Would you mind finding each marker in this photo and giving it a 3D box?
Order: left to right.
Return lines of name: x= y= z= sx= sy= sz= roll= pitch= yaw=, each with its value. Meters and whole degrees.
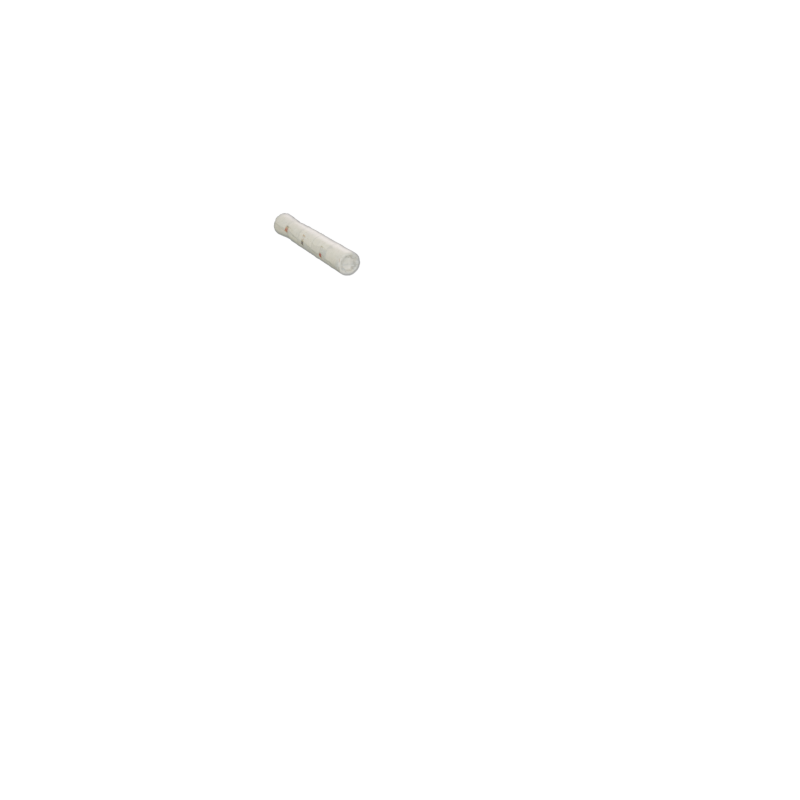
marker: x=-0.068 y=-0.124 z=0.869 sx=0.019 sy=0.019 sz=0.129 roll=-2 pitch=23 yaw=-30
